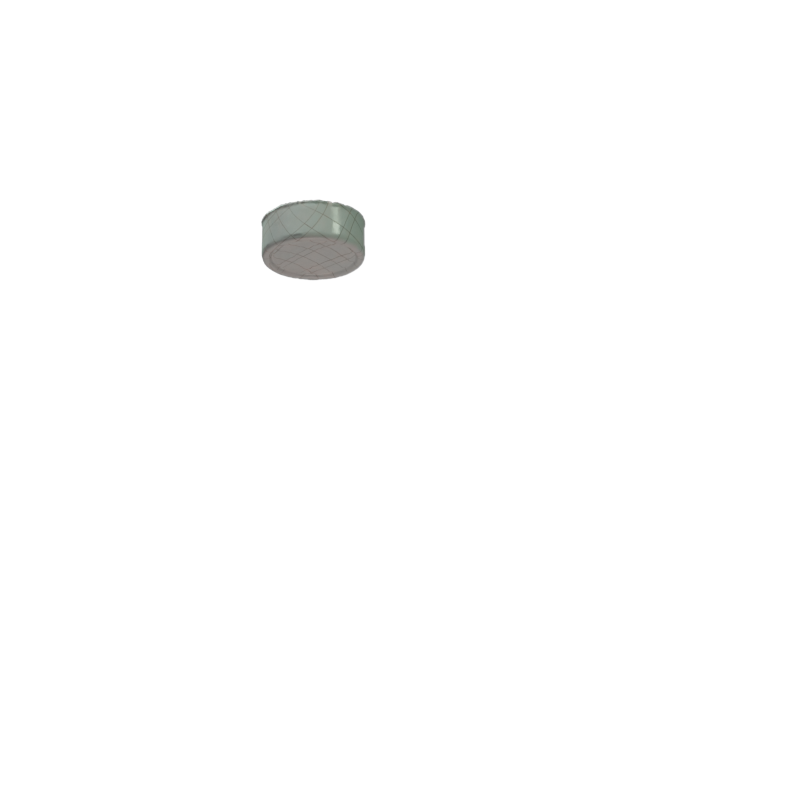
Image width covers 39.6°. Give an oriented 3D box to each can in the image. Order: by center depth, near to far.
[{"bbox_3d":[-0.071,-0.130,0.907,0.086,0.035,0.082,0,-20,-2],"label":"can"}]
